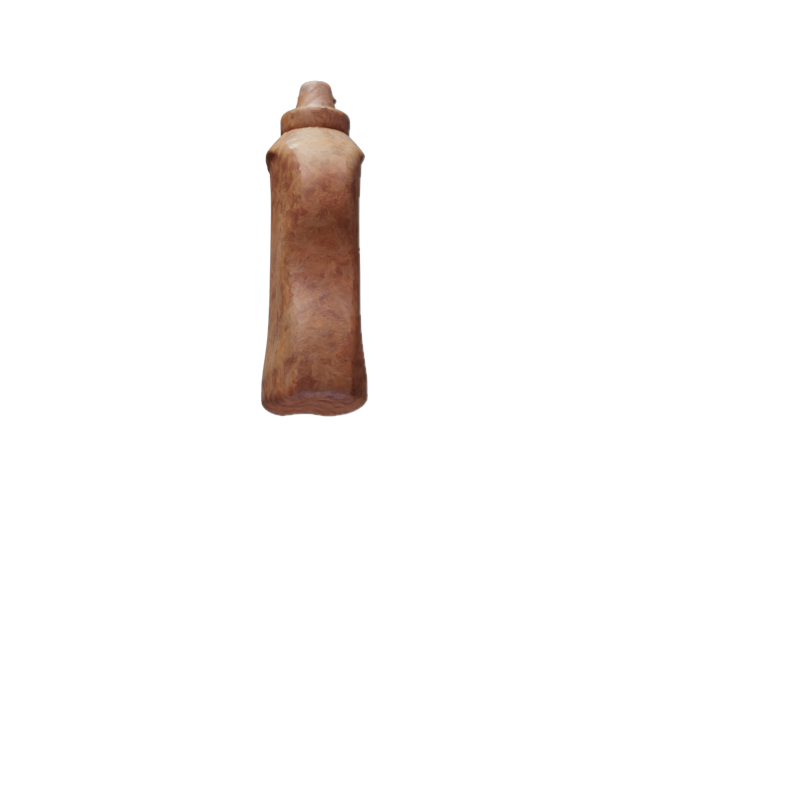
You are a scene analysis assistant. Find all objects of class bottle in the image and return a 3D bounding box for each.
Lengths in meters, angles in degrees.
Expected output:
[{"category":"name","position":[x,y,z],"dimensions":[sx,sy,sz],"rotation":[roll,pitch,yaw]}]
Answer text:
[{"category":"bottle","position":[-0.049,-0.090,0.633],"dimensions":[0.058,0.198,0.094],"rotation":[1,-13,-8]}]
